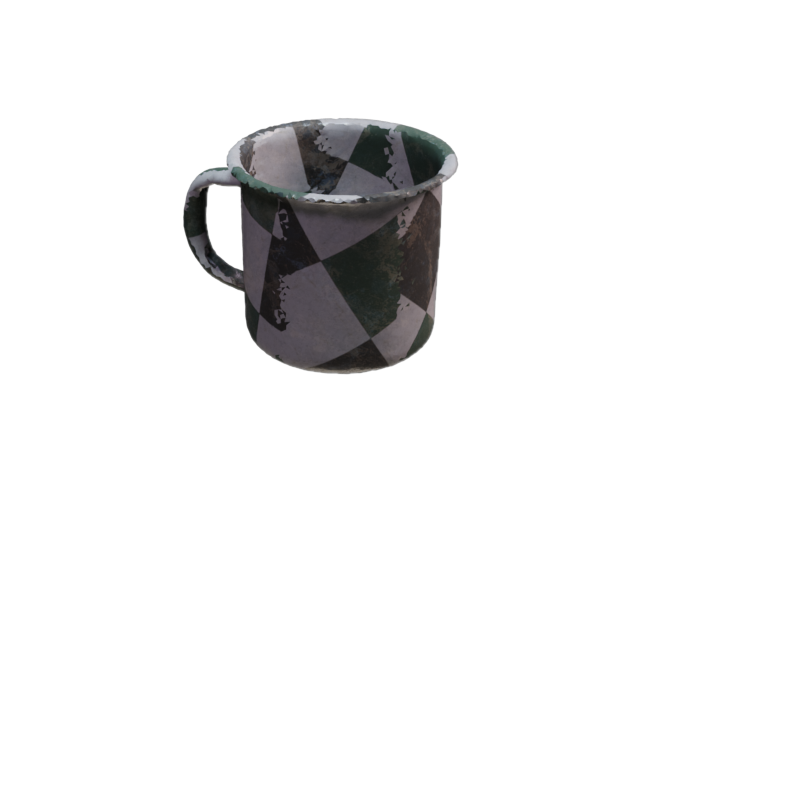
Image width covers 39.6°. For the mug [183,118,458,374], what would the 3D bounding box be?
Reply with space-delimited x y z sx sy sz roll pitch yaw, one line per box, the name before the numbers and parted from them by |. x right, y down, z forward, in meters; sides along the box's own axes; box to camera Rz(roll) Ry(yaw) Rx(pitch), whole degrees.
mug | -0.036 -0.066 0.466 0.120 0.077 0.097 8 30 13
